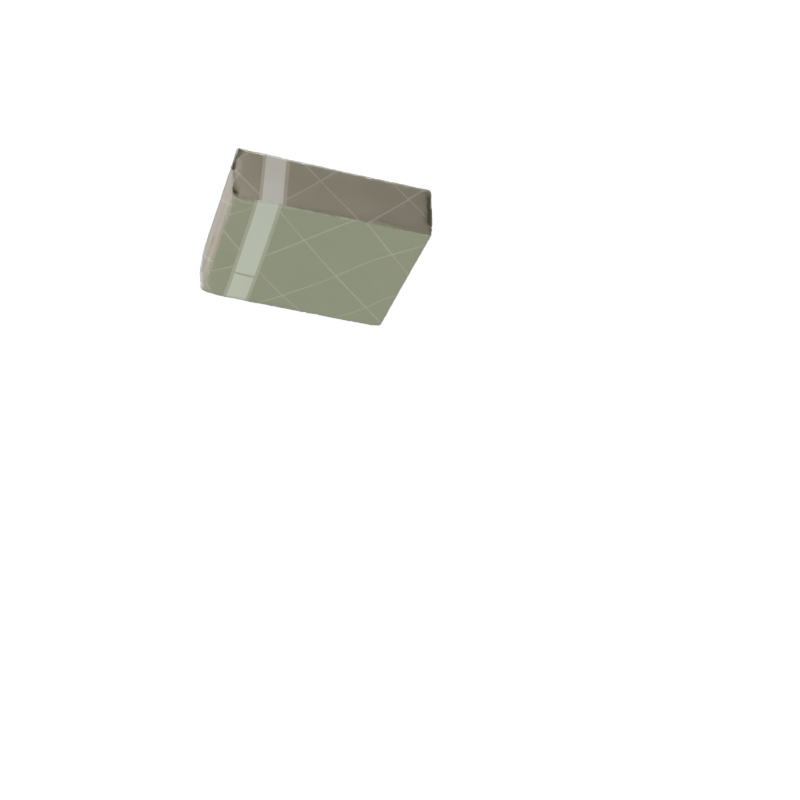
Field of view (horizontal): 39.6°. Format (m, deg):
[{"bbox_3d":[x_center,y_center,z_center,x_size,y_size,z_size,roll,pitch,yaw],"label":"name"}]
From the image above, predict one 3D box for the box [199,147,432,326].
[{"bbox_3d":[-0.049,-0.089,0.621,0.111,0.042,0.086,10,-36,-14],"label":"box"}]
